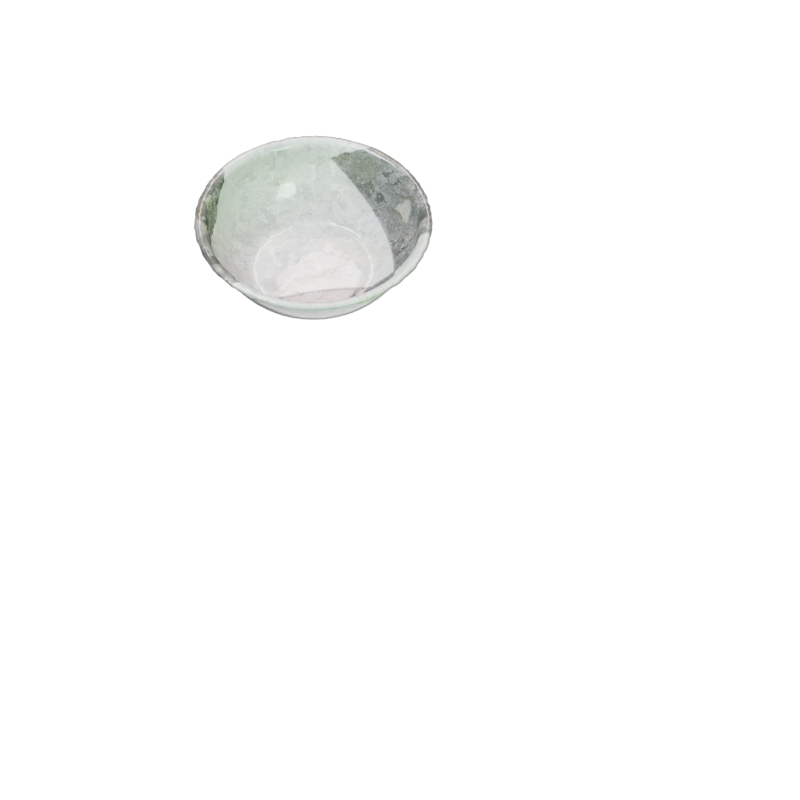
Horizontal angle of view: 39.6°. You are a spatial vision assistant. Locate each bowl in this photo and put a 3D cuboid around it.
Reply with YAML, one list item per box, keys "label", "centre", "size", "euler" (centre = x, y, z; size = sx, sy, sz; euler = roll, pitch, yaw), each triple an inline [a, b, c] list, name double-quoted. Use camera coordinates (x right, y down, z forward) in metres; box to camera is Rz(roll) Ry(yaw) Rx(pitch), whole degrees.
- label: "bowl"
  centre: [-0.060, -0.110, 0.771]
  size: [0.162, 0.174, 0.051]
  euler: [-1, -39, -1]
